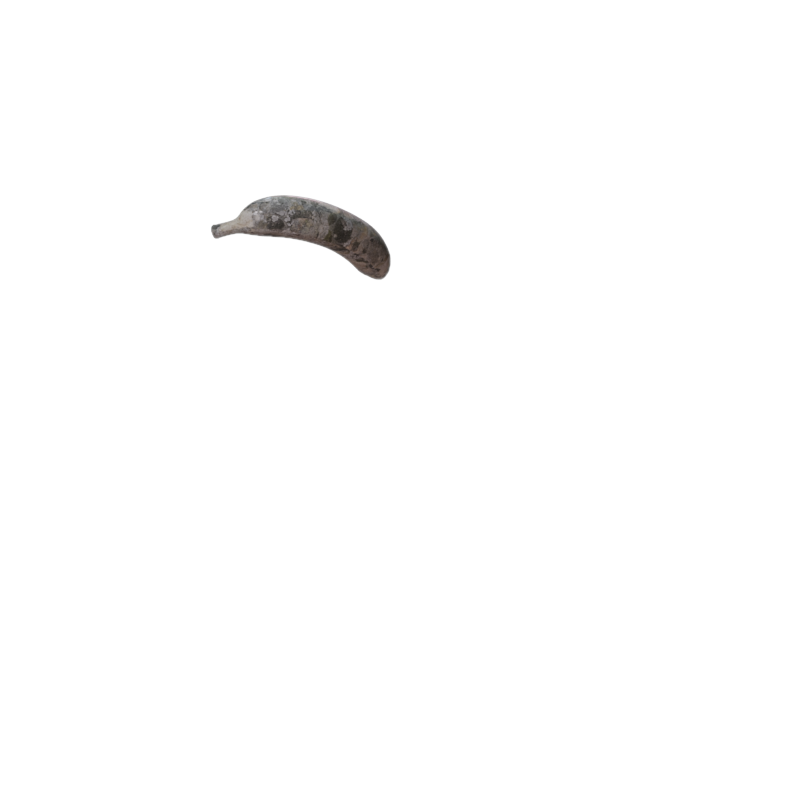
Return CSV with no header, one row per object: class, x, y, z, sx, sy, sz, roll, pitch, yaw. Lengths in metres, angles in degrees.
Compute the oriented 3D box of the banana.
banana,-0.067,-0.144,0.967,0.187,0.038,0.070,12,-20,-40
